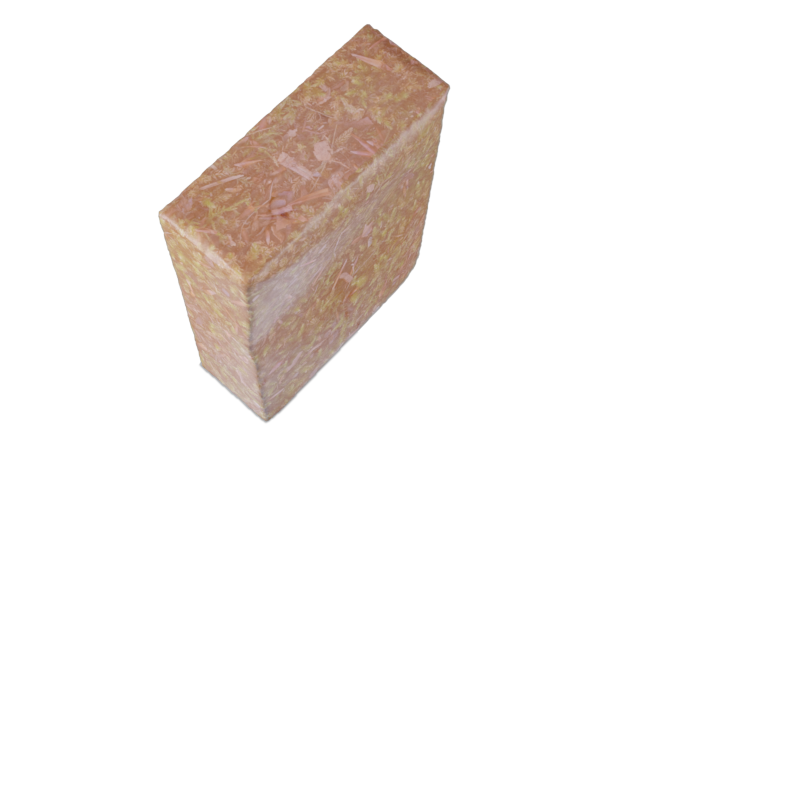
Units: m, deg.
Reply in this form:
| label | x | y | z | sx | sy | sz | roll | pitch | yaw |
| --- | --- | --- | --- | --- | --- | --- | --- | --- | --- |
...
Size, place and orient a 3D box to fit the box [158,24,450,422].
| label | x | y | z | sx | sy | sz | roll | pitch | yaw |
| --- | --- | --- | --- | --- | --- | --- | --- | --- | --- |
| box | -0.052 | -0.095 | 0.667 | 0.074 | 0.167 | 0.203 | 39 | -19 | 10 |
